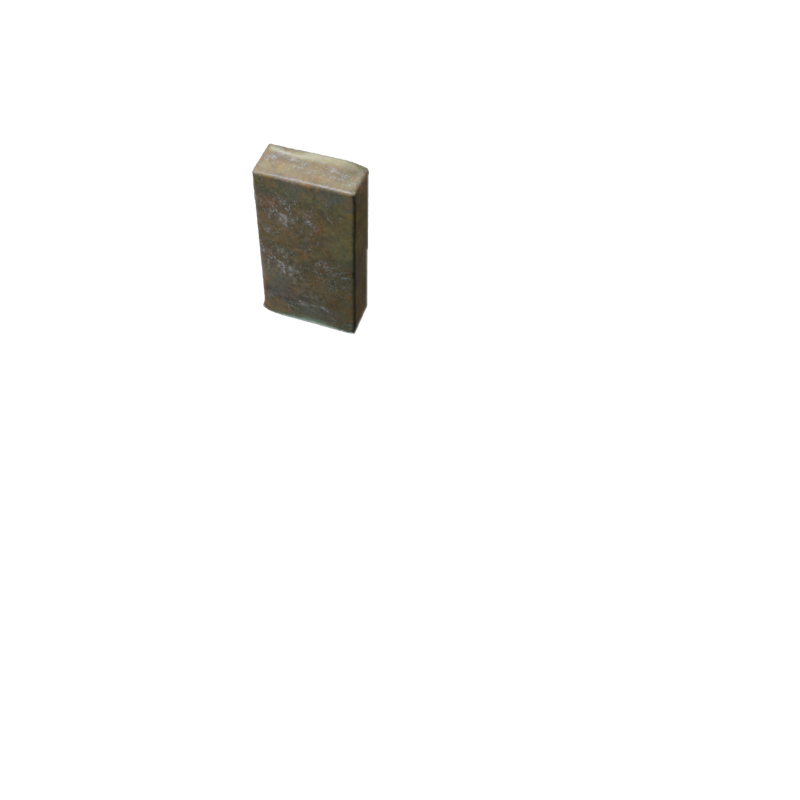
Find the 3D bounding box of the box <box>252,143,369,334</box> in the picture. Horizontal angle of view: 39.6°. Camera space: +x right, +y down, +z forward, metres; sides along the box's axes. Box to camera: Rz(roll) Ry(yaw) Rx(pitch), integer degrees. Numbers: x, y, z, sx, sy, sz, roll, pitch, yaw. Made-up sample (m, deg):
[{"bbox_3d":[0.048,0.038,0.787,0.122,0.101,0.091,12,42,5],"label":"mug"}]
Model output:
[{"bbox_3d":[-0.076,-0.139,0.975,0.096,0.050,0.164,17,-41,12],"label":"box"}]
